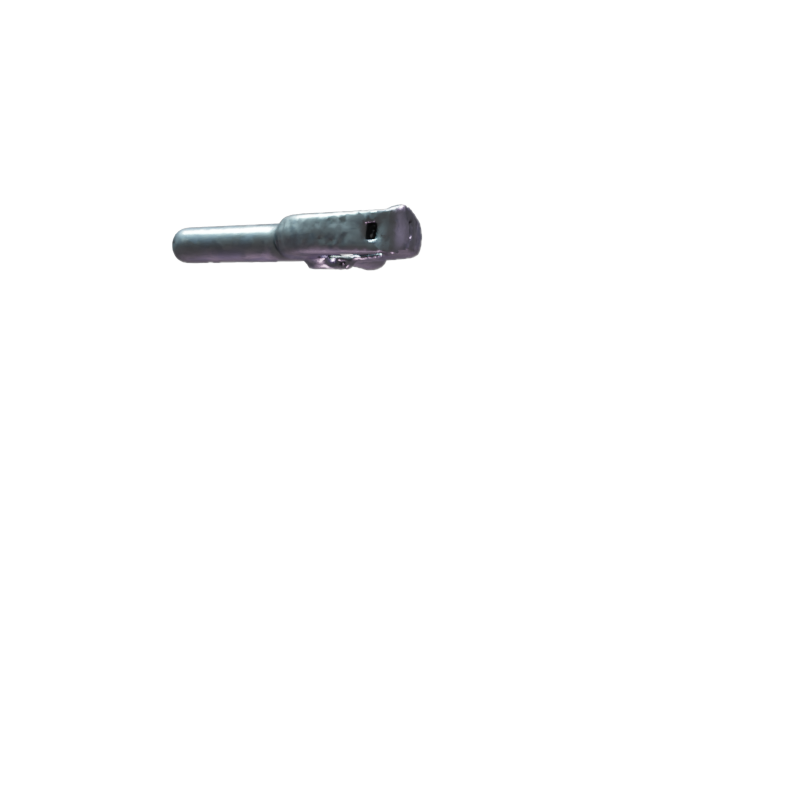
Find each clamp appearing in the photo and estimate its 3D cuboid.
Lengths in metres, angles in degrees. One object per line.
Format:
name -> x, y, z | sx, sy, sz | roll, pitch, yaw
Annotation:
clamp -> -0.057, -0.104, 0.730 | 0.161, 0.036, 0.214 | -1, 4, -18
